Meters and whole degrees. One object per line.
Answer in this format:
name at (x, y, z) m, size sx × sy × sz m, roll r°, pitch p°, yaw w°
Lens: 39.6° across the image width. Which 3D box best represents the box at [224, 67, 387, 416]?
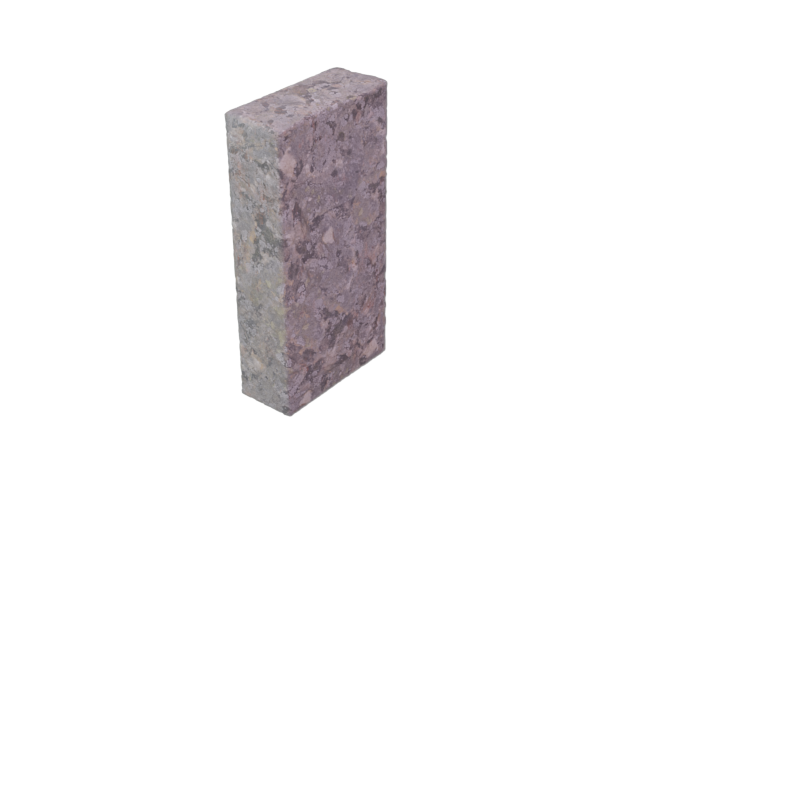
box at (-0.049, -0.089, 0.625) m, size 0.051 × 0.165 × 0.094 m, roll 24°, pitch 38°, yaw 30°
